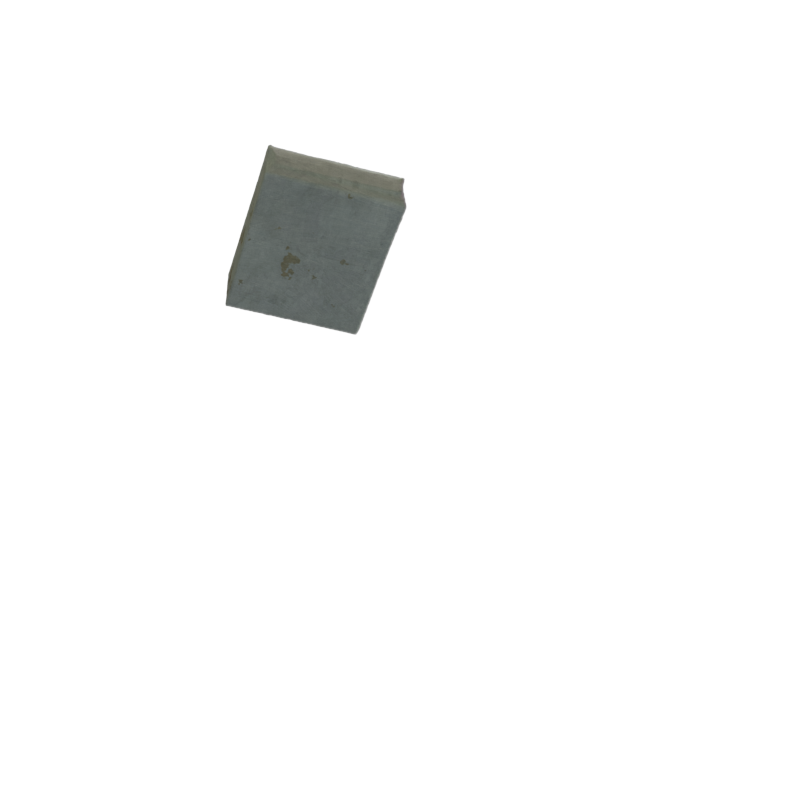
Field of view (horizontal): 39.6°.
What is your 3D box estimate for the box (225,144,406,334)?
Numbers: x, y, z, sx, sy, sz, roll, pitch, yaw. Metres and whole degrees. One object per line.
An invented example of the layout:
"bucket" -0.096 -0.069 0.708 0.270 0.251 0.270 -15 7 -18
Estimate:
"box" -0.045 -0.082 0.571 0.072 0.085 0.032 13 37 -11
